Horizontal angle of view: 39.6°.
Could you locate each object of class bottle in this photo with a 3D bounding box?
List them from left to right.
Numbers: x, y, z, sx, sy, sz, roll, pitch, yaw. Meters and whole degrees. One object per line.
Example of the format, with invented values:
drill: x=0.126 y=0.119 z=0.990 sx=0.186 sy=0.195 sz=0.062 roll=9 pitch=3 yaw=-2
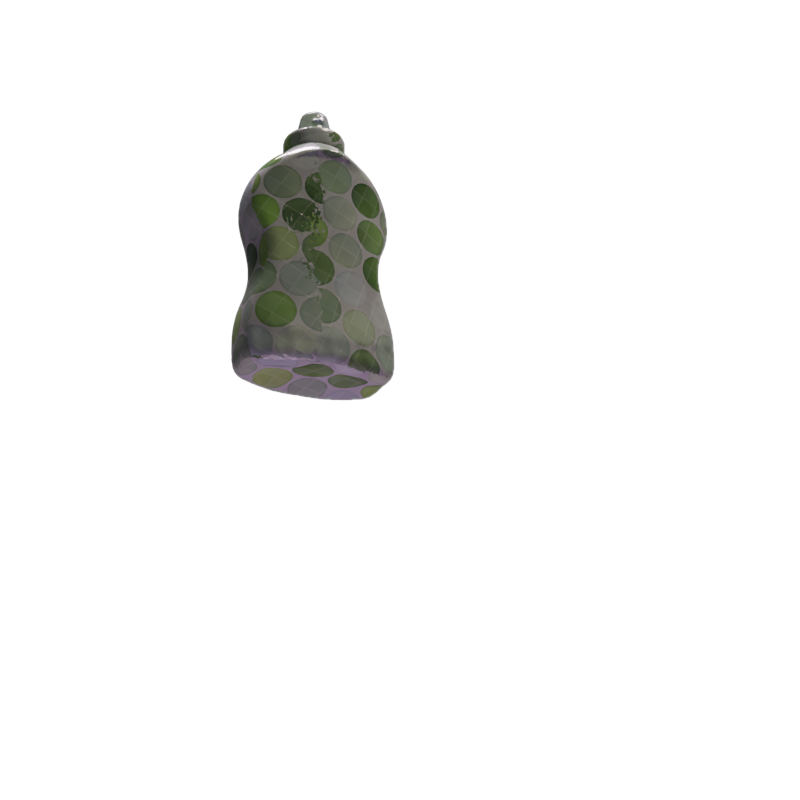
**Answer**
bottle: x=-0.055 y=-0.100 z=0.699 sx=0.093 sy=0.204 sz=0.057 roll=9 pitch=-31 yaw=-20
